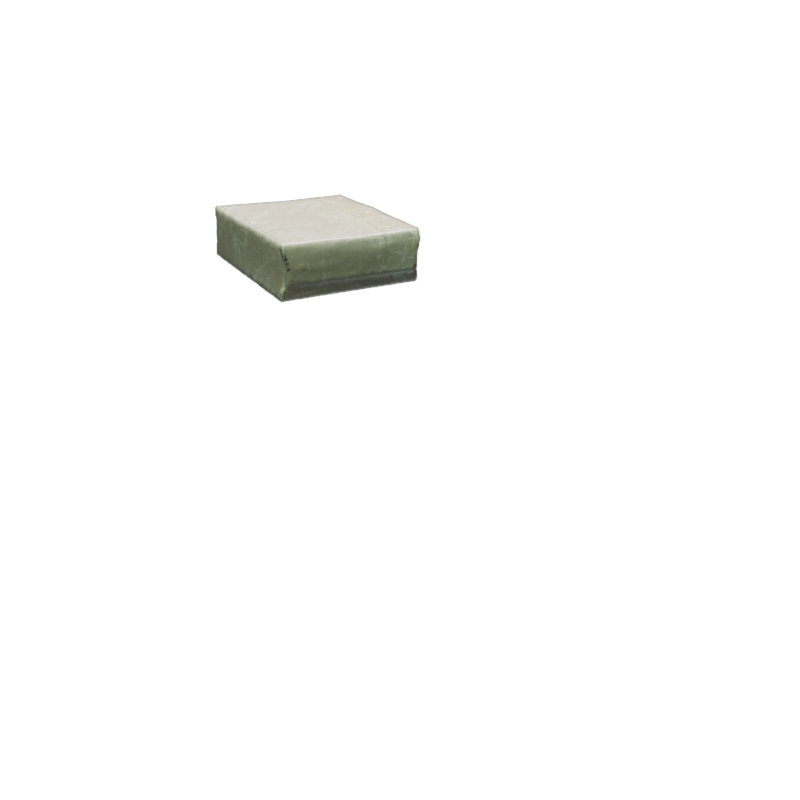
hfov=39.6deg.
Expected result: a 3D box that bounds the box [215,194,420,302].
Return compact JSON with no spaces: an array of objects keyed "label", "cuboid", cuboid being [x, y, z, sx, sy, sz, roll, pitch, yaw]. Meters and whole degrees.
[{"label":"box","cuboid":[-0.043,-0.079,0.551,0.071,0.029,0.095,-10,23,-25]}]
